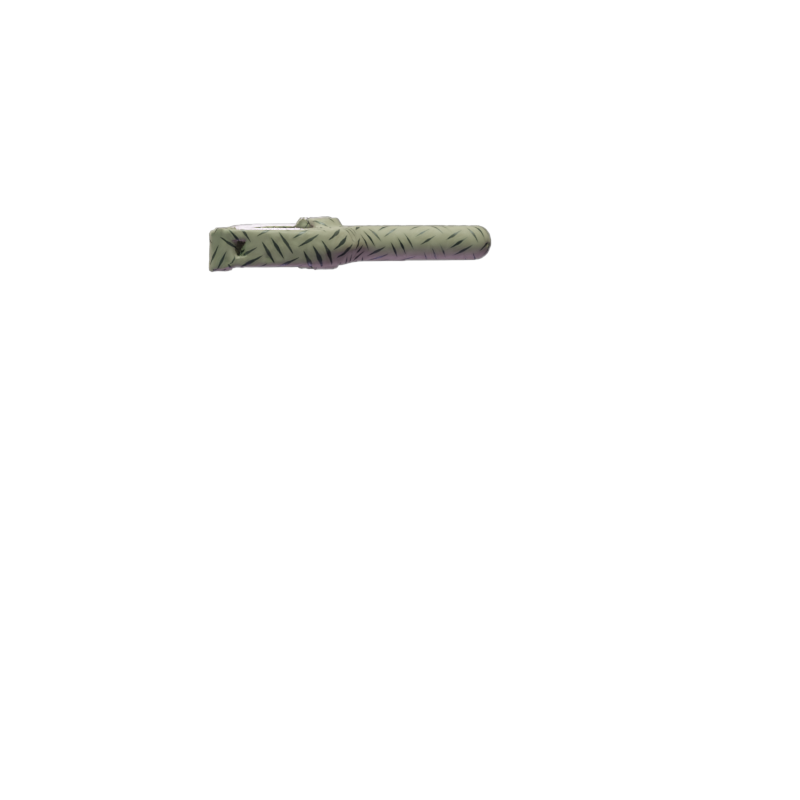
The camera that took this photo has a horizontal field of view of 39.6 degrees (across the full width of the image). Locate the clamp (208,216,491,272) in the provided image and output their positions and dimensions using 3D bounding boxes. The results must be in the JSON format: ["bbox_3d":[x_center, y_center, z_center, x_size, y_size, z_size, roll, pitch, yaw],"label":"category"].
[{"bbox_3d":[-0.062,-0.113,0.790,0.204,0.036,0.173,-11,16,-43],"label":"clamp"}]
